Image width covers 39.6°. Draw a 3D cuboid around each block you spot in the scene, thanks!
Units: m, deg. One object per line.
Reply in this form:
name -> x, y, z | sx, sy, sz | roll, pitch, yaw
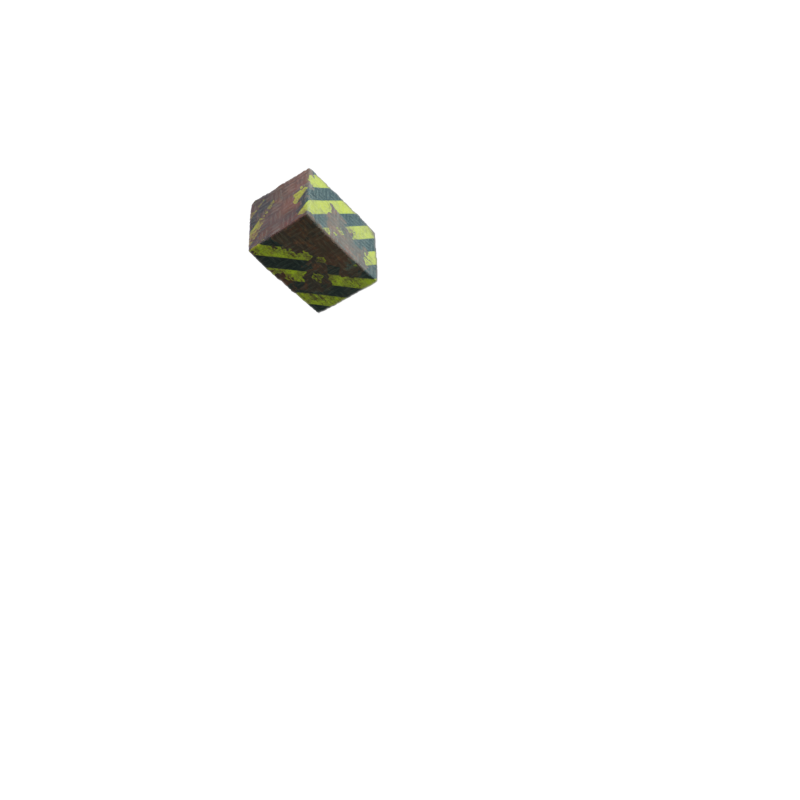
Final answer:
block -> -0.059, -0.107, 0.752 | 0.053, 0.055, 0.073 | -28, -50, 25
